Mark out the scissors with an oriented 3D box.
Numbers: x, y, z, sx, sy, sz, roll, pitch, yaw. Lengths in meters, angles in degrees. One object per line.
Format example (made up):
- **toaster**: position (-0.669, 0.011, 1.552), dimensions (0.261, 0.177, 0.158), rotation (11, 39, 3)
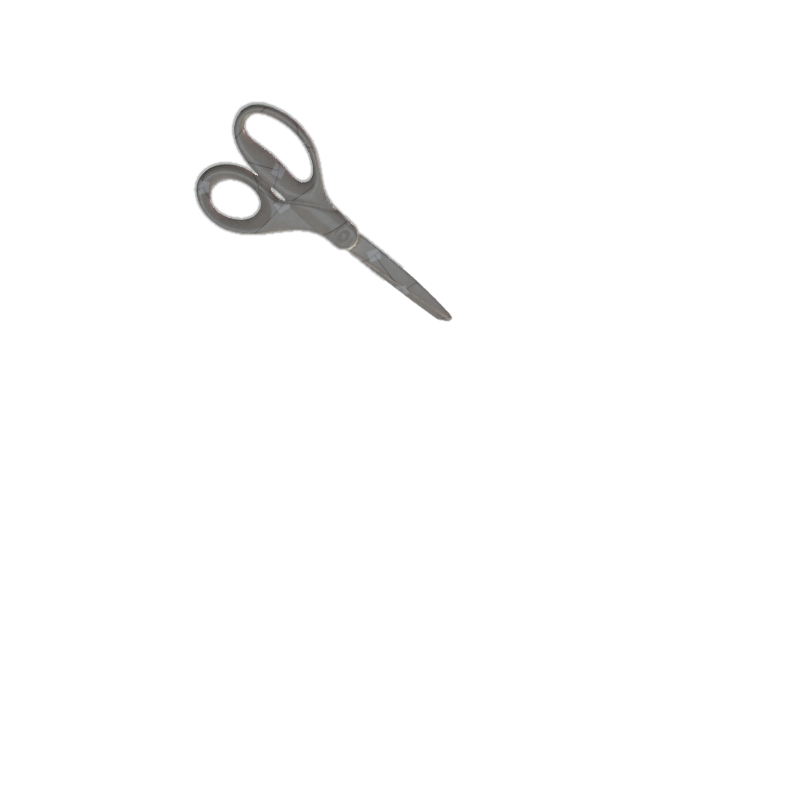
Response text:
- **scissors**: position (-0.059, -0.107, 0.752), dimensions (0.096, 0.195, 0.016), rotation (-34, 13, 9)
